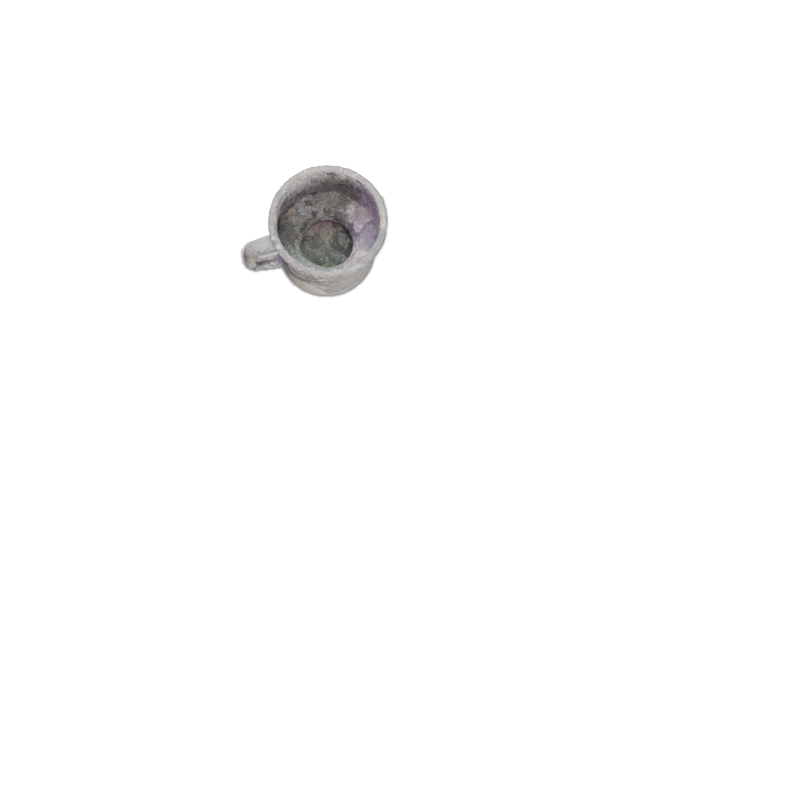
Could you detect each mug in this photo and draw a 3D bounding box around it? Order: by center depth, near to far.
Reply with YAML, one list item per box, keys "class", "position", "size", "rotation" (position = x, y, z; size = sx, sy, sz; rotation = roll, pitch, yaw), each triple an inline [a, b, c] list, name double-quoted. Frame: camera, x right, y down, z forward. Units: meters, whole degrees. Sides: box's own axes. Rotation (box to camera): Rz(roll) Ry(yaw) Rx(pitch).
- class: "mug"
  position: [-0.070, -0.128, 0.895]
  size: [0.117, 0.097, 0.079]
  rotation: [-20, -13, -7]
